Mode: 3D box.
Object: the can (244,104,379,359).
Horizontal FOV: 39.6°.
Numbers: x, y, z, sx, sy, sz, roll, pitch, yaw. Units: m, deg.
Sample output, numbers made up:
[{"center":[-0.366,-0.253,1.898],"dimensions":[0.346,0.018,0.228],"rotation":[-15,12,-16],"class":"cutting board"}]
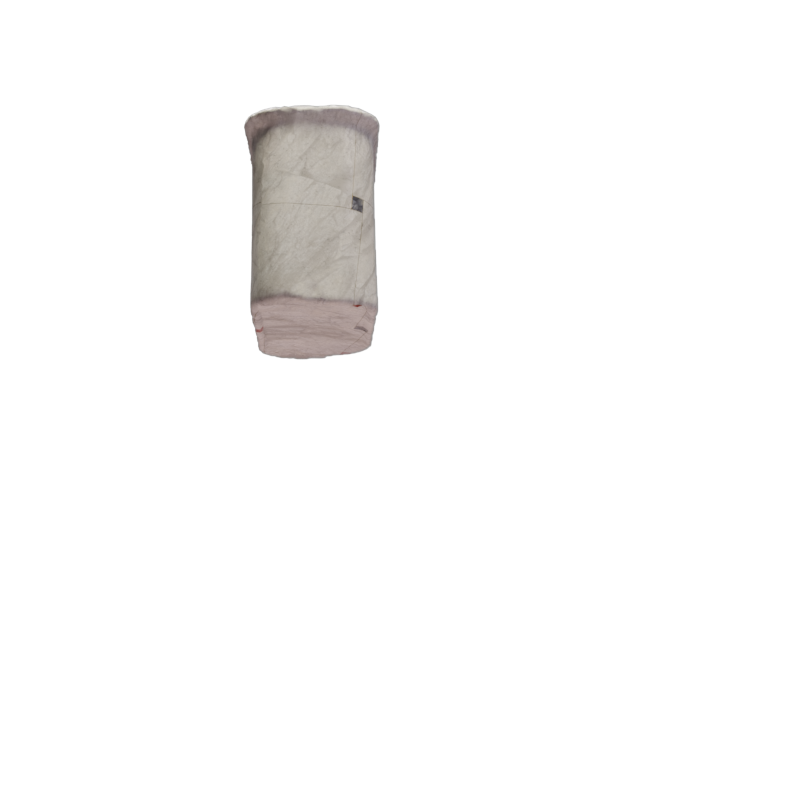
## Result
[{"center":[-0.038,-0.069,0.486],"dimensions":[0.057,0.087,0.098],"rotation":[0,-15,-2],"class":"can"}]
